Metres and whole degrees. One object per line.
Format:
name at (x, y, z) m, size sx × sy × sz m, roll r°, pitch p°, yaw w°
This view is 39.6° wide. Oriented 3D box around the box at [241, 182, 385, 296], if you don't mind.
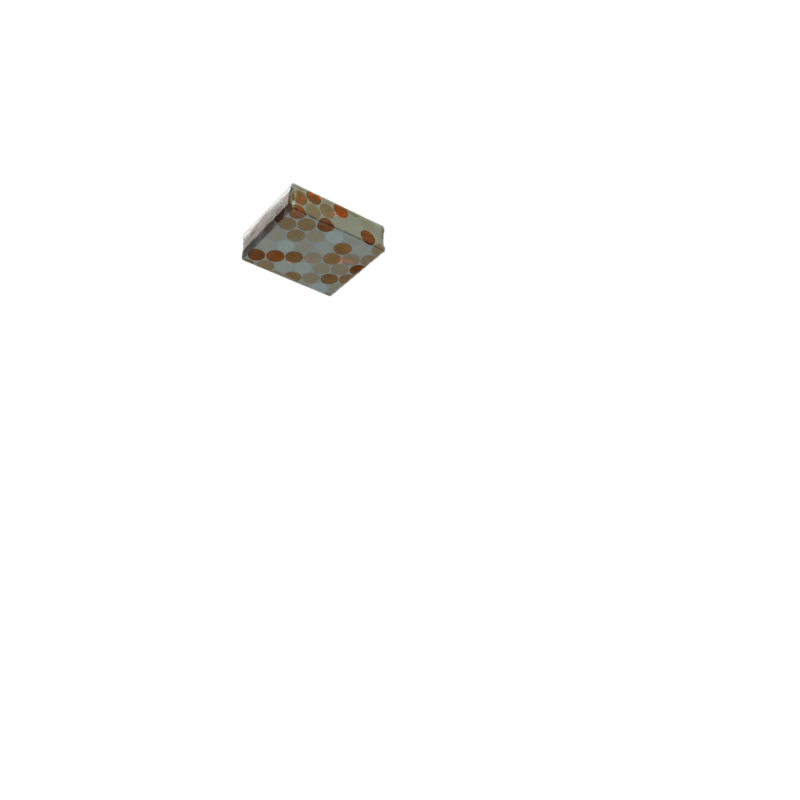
box at (-0.068, -0.124, 0.867) m, size 0.085 × 0.032 × 0.072 m, roll 22°, pitch -41°, yaw -28°
